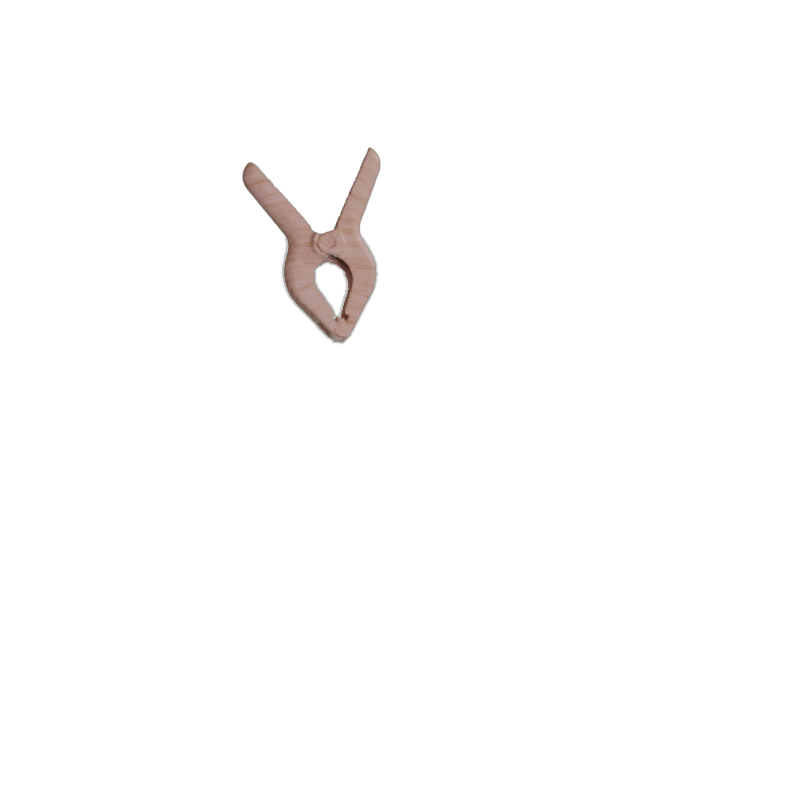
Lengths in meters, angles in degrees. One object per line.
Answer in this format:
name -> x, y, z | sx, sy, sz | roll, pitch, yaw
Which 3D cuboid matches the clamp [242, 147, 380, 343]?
clamp -> -0.074, -0.135, 0.945 | 0.120, 0.179, 0.038 | -2, -17, -1
